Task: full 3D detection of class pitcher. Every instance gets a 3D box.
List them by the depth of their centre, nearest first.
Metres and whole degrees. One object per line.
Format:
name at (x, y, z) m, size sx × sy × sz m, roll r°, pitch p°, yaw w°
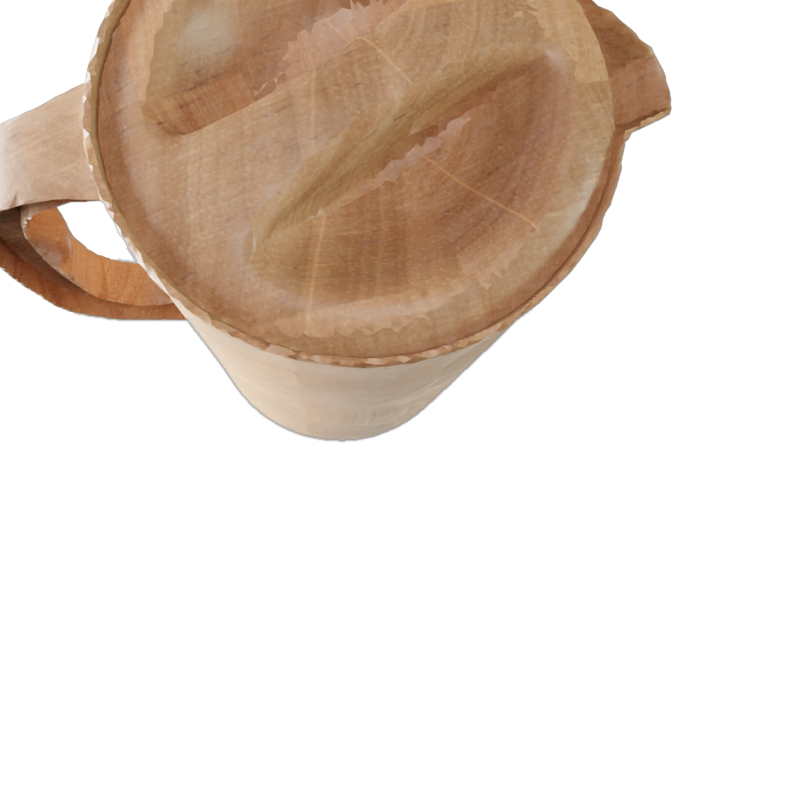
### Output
pitcher at (-0.030, -0.054, 0.377) m, size 0.152 × 0.147 × 0.235 m, roll 34°, pitch -12°, yaw 4°
